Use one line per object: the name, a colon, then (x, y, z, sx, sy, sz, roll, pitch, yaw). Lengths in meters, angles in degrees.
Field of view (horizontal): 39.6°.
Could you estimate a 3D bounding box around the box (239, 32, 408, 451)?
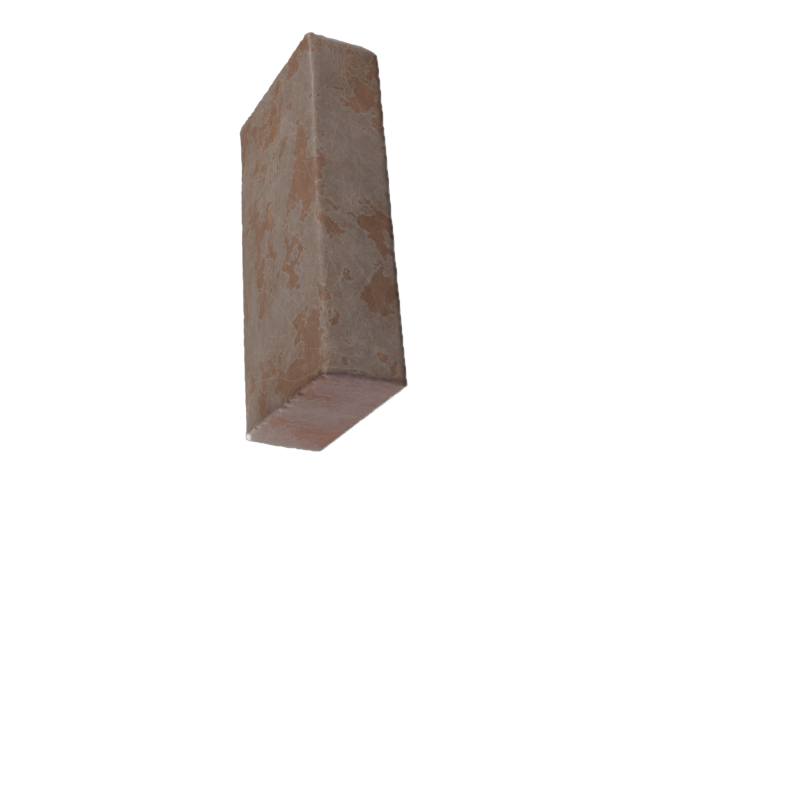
box: (-0.041, -0.075, 0.524, 0.046, 0.187, 0.091, 12, -30, -25)
